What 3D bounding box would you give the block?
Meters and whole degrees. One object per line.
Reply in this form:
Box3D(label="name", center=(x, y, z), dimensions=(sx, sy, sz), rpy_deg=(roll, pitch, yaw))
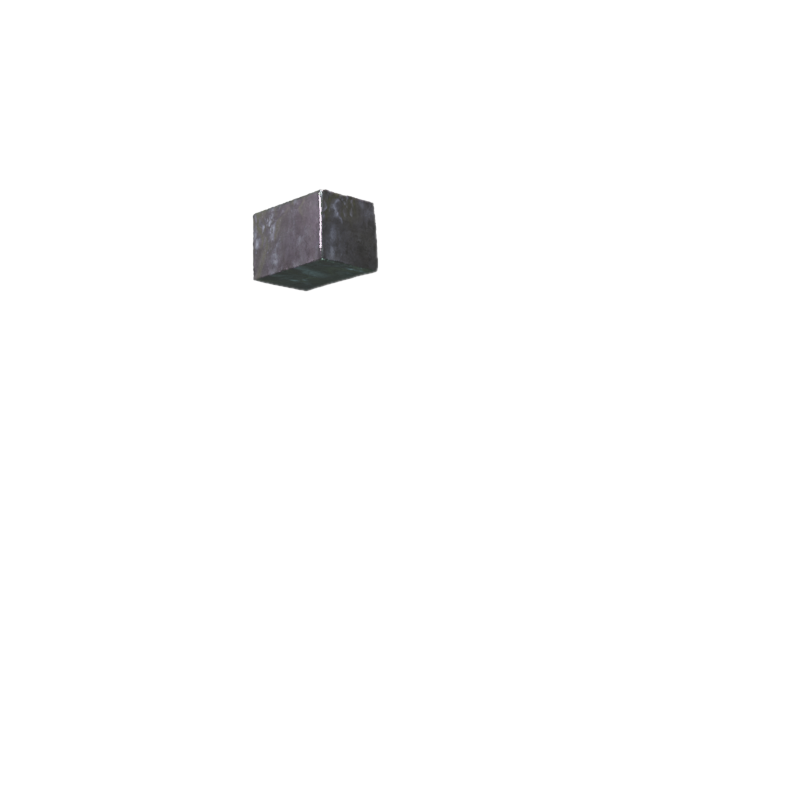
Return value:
Box3D(label="block", center=(-0.061, -0.112, 0.782), dimensions=(0.050, 0.053, 0.080), rpy_deg=(11, -15, -43))
